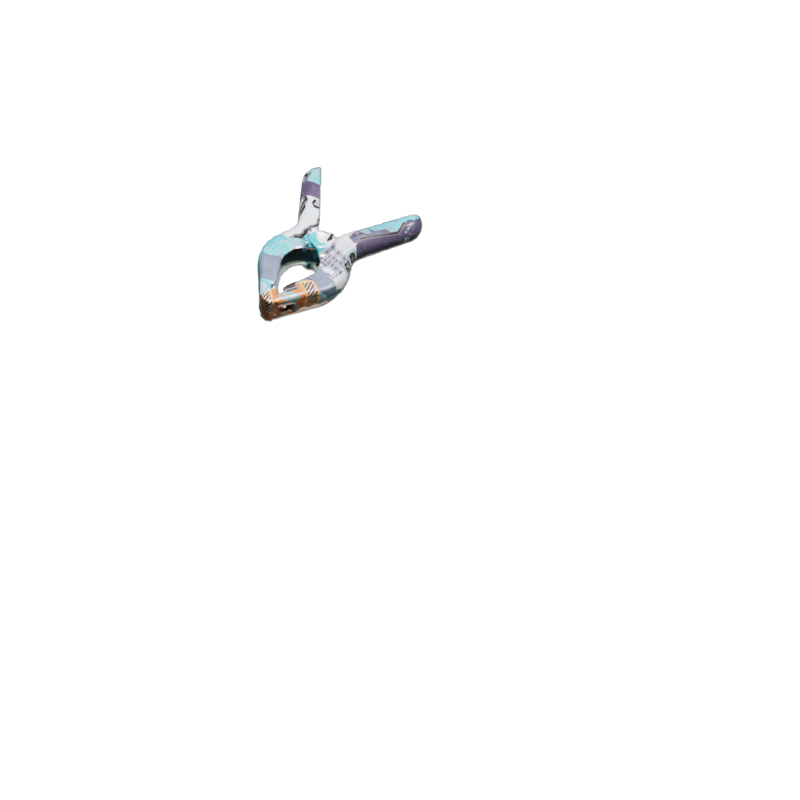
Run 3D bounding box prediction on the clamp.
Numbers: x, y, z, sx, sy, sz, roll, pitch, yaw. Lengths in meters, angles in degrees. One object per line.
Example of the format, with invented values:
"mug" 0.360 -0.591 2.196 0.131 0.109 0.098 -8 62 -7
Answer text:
"clamp" -0.076 -0.138 0.965 0.127 0.036 0.174 31 53 26
